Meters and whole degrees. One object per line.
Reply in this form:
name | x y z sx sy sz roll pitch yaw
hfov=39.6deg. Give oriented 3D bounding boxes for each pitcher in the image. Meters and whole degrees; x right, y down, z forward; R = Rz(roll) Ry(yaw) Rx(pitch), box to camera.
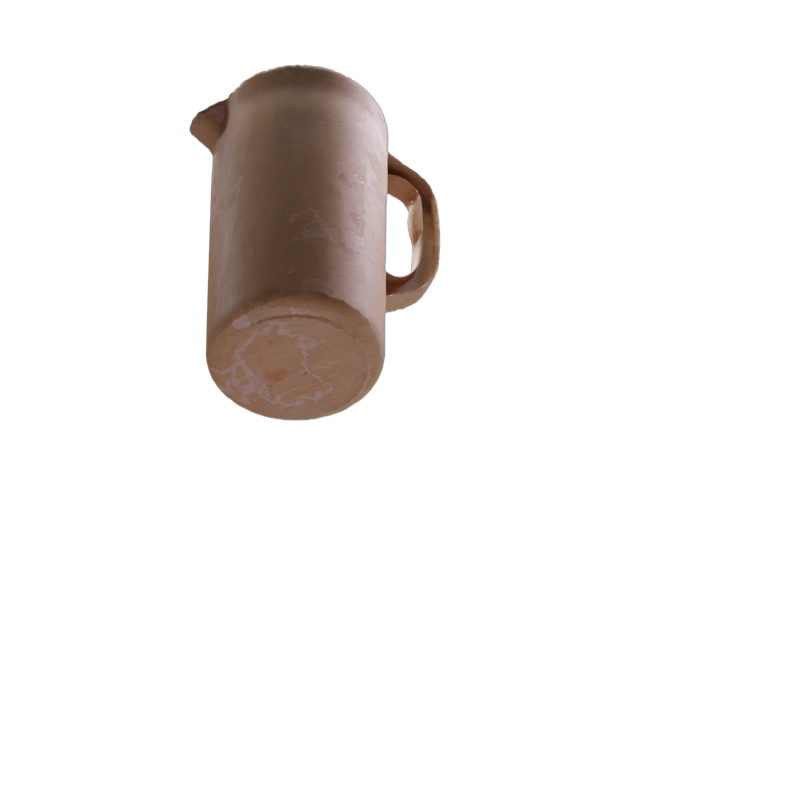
pitcher | -0.059 -0.107 0.750 0.150 0.261 0.134 -17 -47 14
